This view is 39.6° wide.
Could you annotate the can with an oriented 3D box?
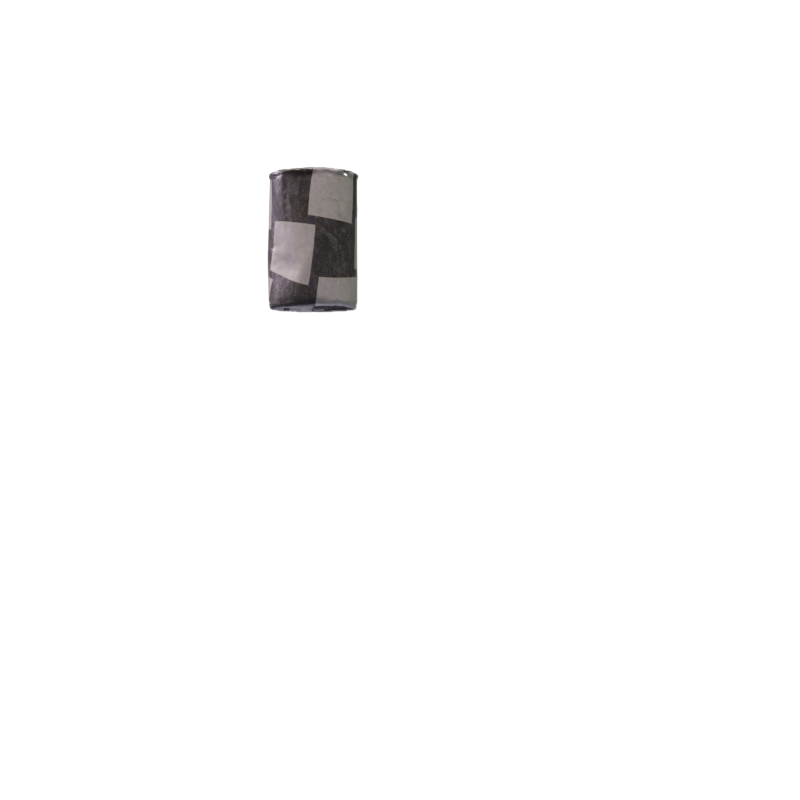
[{"bbox_3d":[-0.065,-0.119,0.835,0.068,0.104,0.068,0,-5,-2],"label":"can"}]
